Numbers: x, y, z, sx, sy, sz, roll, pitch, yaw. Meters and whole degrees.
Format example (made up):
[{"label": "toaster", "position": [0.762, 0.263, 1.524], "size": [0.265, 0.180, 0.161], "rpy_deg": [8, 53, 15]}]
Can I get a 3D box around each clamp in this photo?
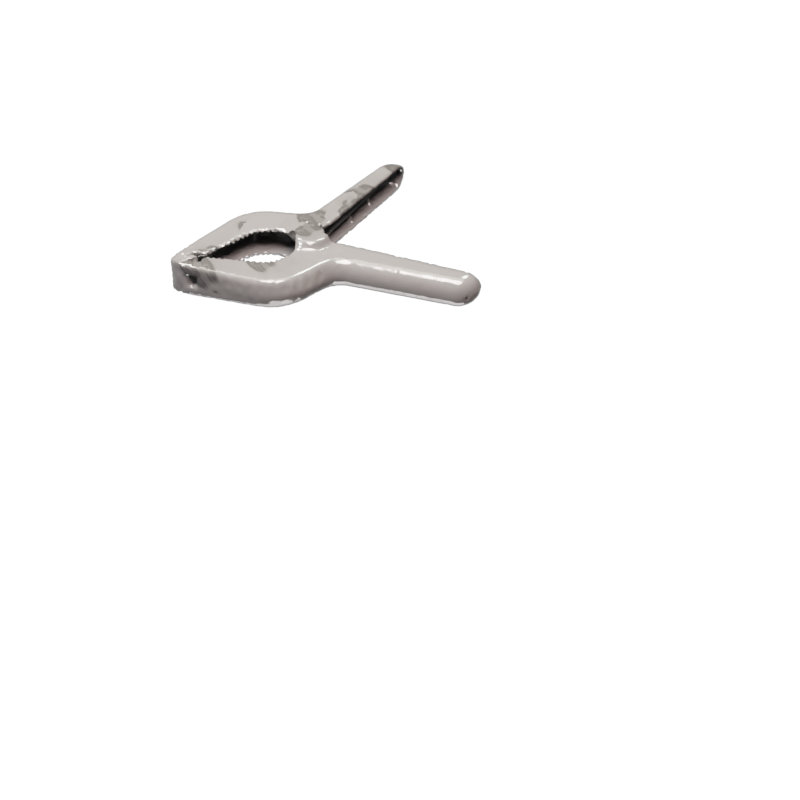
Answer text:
[{"label": "clamp", "position": [-0.064, -0.116, 0.814], "size": [0.208, 0.034, 0.178], "rpy_deg": [-7, 41, -9]}]
